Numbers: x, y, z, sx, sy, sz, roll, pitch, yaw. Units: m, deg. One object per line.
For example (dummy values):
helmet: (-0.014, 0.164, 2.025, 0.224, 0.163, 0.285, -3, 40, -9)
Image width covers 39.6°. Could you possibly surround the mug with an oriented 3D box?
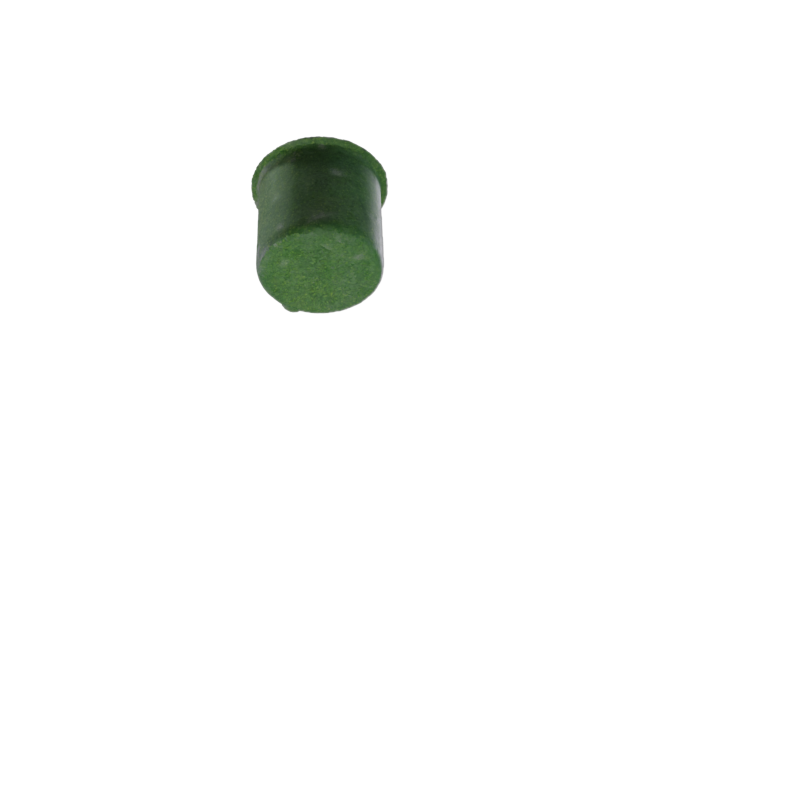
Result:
mug: (-0.057, -0.105, 0.734, 0.090, 0.087, 0.112, 15, -43, -19)
